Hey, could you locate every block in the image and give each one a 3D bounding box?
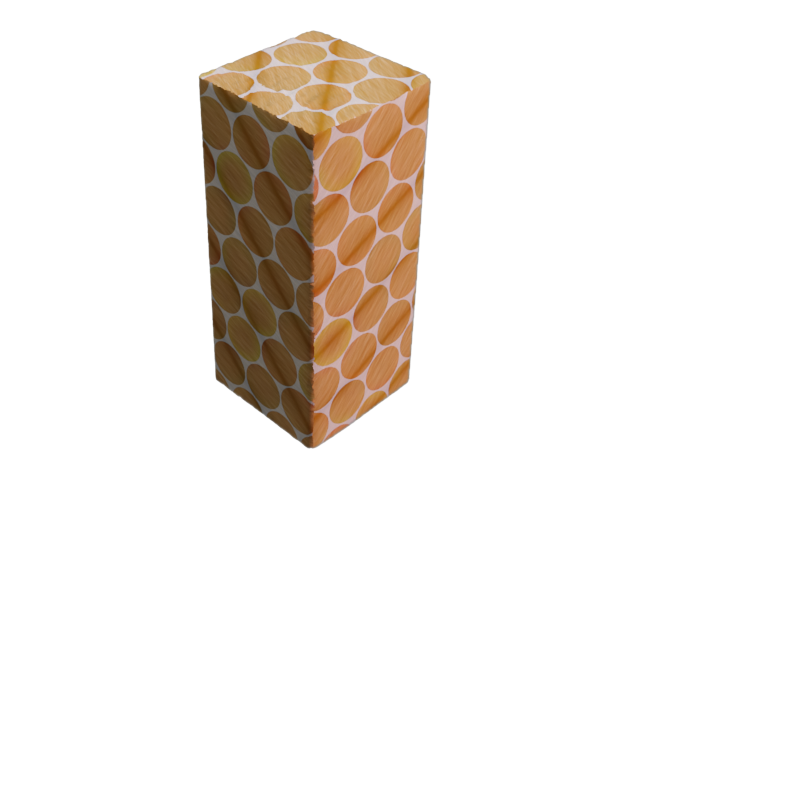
[{"bbox_3d":[-0.049,-0.090,0.630,0.097,0.193,0.090,31,45,32],"label":"block"}]
